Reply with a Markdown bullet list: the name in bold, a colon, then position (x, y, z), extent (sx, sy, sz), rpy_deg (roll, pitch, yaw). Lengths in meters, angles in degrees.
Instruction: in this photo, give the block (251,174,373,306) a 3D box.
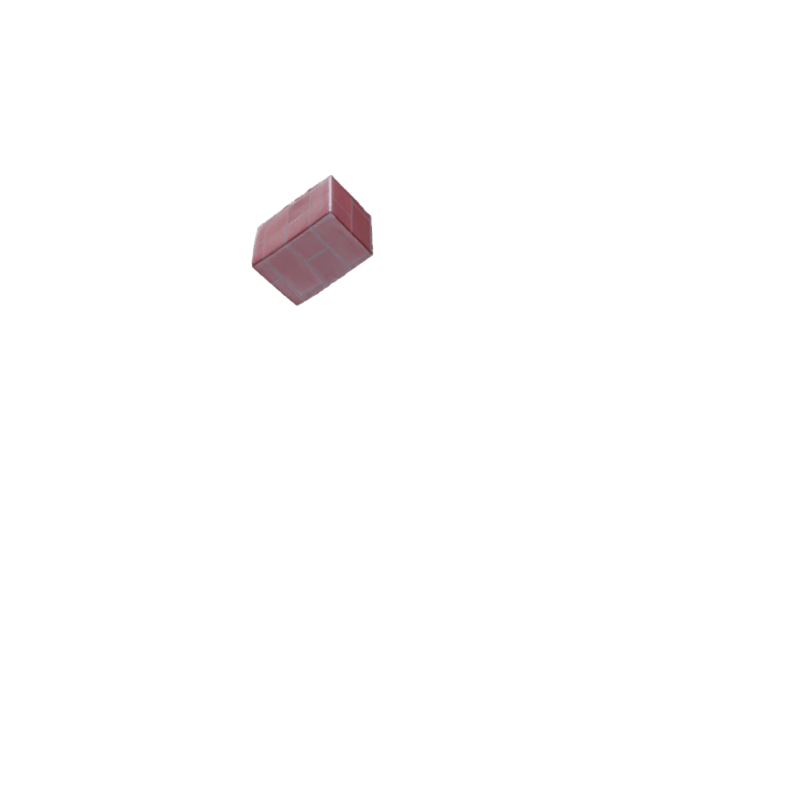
- **block**: position (-0.066, -0.120, 0.838), extent (0.078, 0.055, 0.049), rpy_deg (-32, -57, 21)
